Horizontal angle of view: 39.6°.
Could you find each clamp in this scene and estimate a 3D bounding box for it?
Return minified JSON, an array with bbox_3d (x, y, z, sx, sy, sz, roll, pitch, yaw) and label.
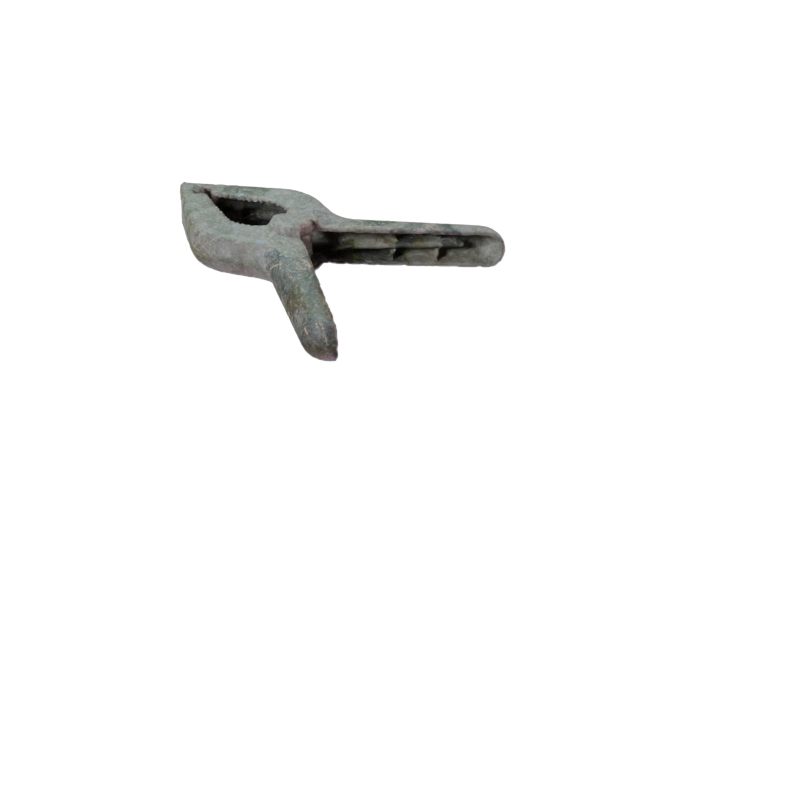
[{"bbox_3d":[-0.053,-0.097,0.682,0.163,0.034,0.224,-25,39,-35],"label":"clamp"}]
